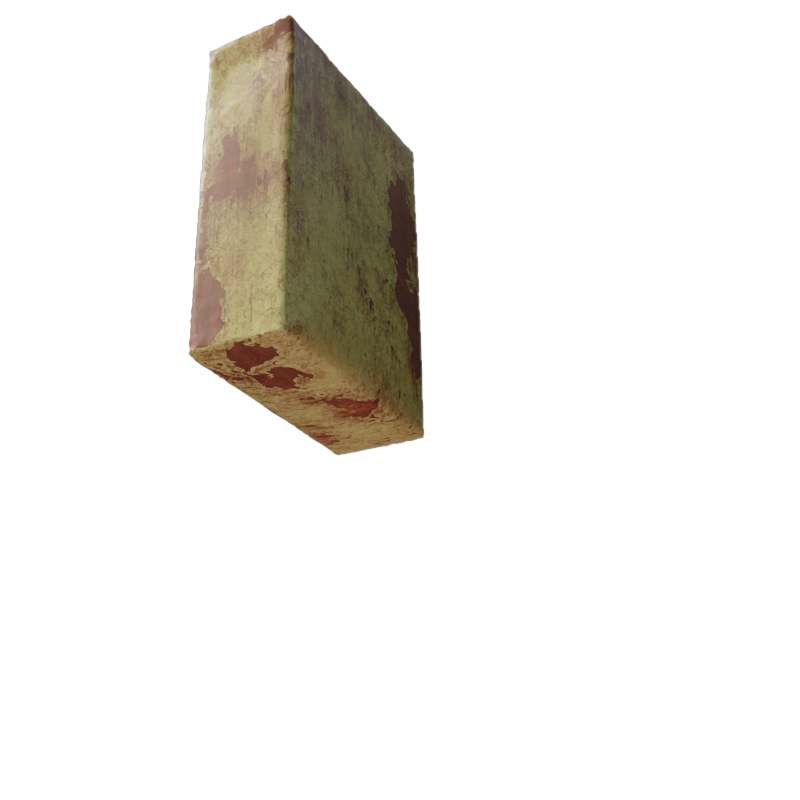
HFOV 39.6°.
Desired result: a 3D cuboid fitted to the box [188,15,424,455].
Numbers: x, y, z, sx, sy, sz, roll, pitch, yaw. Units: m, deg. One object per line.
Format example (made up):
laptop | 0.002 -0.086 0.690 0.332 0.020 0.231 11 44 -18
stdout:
box | -0.053 -0.096 0.673 0.073 0.228 0.152 -17 -32 24
